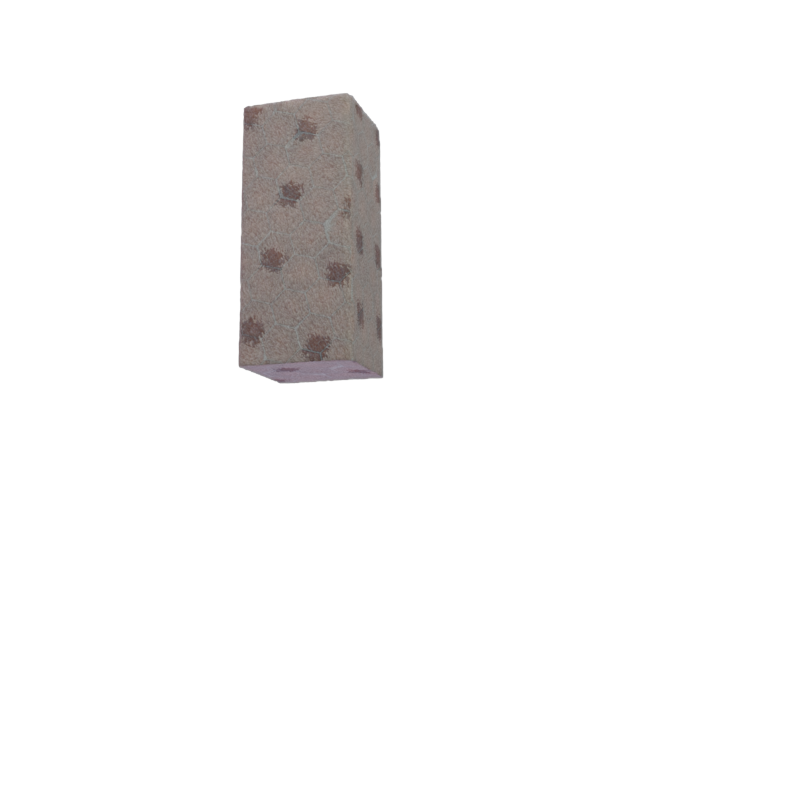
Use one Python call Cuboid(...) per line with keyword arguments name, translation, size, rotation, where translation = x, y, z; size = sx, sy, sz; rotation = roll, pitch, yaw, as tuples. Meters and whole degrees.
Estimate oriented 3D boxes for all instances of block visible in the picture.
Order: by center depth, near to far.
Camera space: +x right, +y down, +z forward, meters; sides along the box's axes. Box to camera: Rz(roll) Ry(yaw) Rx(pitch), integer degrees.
Cuboid(name="block", translation=(-0.067, -0.124, 0.867), size=(0.092, 0.214, 0.086), rotation=(-5, -15, 16))
